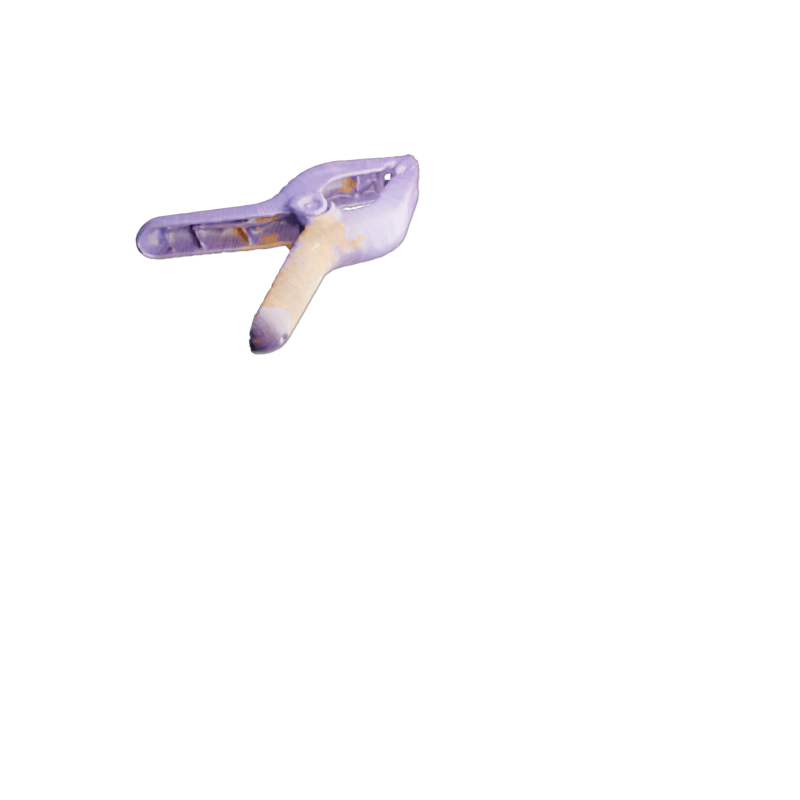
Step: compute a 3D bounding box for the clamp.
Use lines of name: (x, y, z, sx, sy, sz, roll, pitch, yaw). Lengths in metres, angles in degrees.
clamp: (-0.049, -0.089, 0.622, 0.171, 0.036, 0.129, -26, 54, -21)
